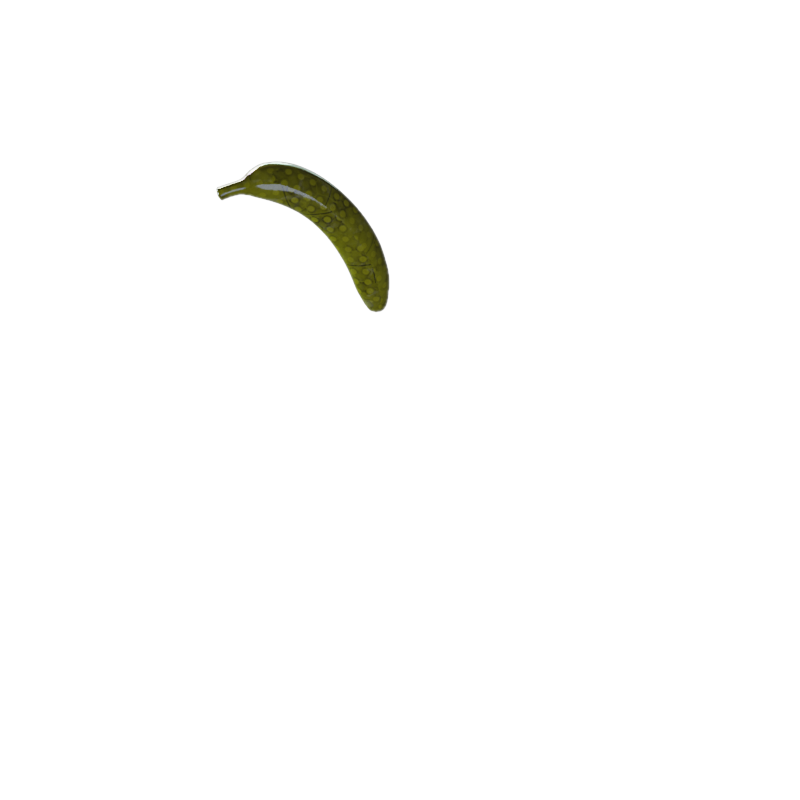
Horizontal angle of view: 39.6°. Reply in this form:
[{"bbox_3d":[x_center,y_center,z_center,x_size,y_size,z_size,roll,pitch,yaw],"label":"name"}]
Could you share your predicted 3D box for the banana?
[{"bbox_3d":[-0.067,-0.154,0.985,0.188,0.068,0.039,37,27,-23],"label":"banana"}]
